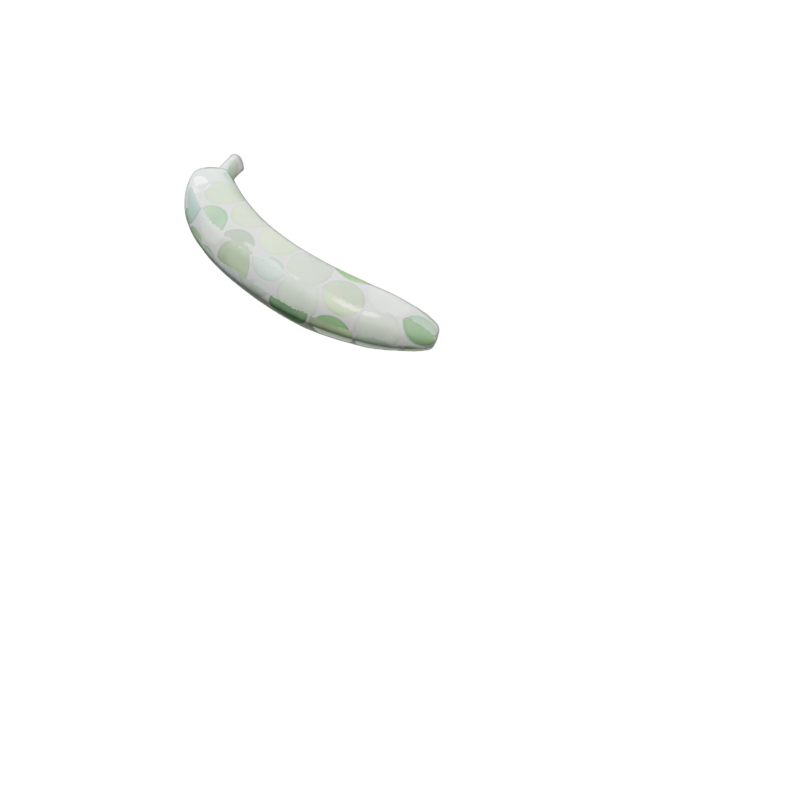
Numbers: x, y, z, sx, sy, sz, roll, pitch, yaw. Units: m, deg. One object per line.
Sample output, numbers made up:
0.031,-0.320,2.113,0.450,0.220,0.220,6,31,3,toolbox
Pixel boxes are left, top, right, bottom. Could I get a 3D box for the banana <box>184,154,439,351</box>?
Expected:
-0.065,-0.082,0.612,0.069,0.034,0.213,-28,53,-25,banana
